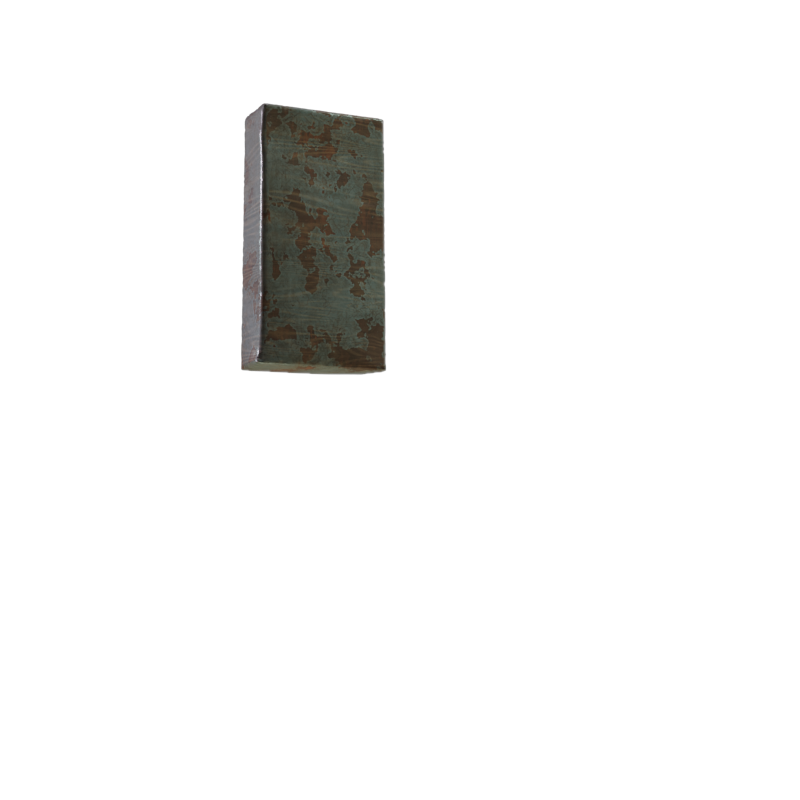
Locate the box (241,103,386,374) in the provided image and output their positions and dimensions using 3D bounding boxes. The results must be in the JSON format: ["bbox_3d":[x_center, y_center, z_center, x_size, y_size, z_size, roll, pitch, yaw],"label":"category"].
[{"bbox_3d":[-0.059,-0.108,0.755,0.090,0.182,0.048,4,-13,-24],"label":"box"}]
